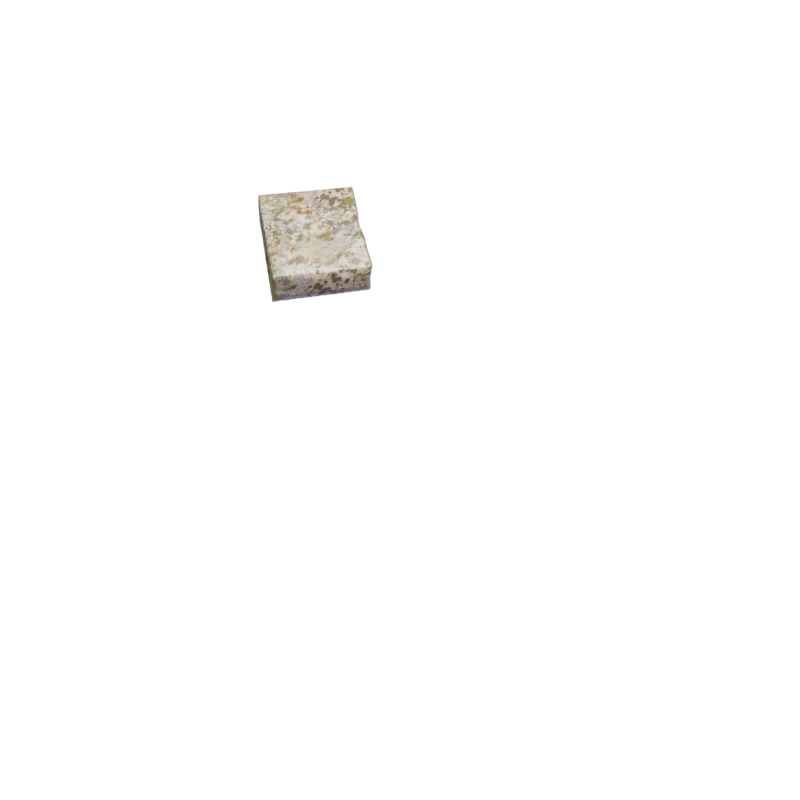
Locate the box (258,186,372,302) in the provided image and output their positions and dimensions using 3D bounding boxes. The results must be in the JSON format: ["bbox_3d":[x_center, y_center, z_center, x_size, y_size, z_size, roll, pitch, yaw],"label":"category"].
[{"bbox_3d":[-0.064,-0.117,0.819,0.073,0.096,0.028,-7,-41,-7],"label":"box"}]
